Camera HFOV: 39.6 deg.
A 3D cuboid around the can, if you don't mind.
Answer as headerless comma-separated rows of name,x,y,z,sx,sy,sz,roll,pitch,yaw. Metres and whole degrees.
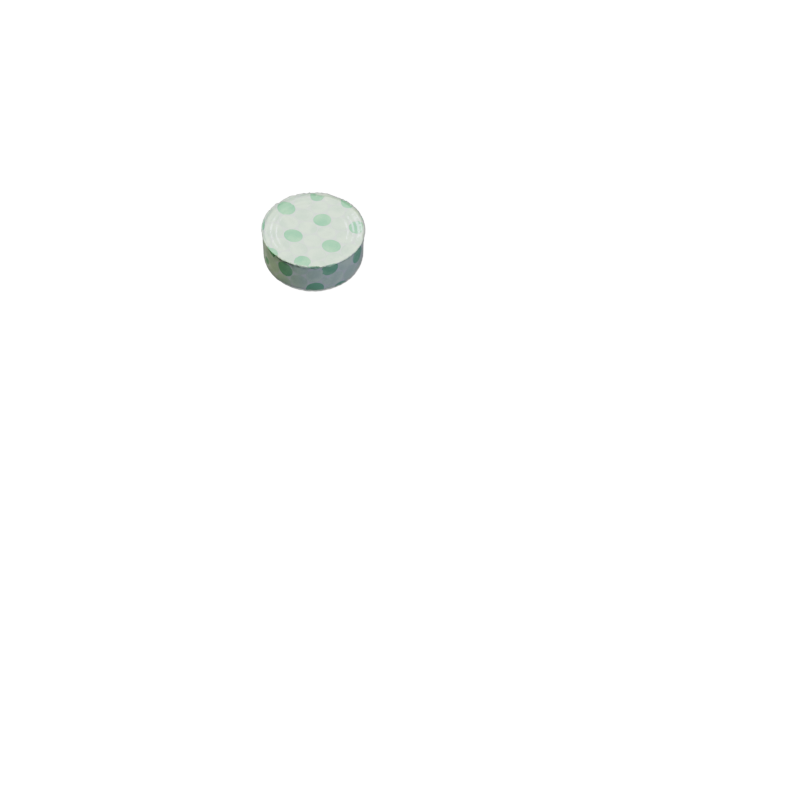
can,-0.072,-0.132,0.926,0.086,0.092,0.031,-1,-40,-1
